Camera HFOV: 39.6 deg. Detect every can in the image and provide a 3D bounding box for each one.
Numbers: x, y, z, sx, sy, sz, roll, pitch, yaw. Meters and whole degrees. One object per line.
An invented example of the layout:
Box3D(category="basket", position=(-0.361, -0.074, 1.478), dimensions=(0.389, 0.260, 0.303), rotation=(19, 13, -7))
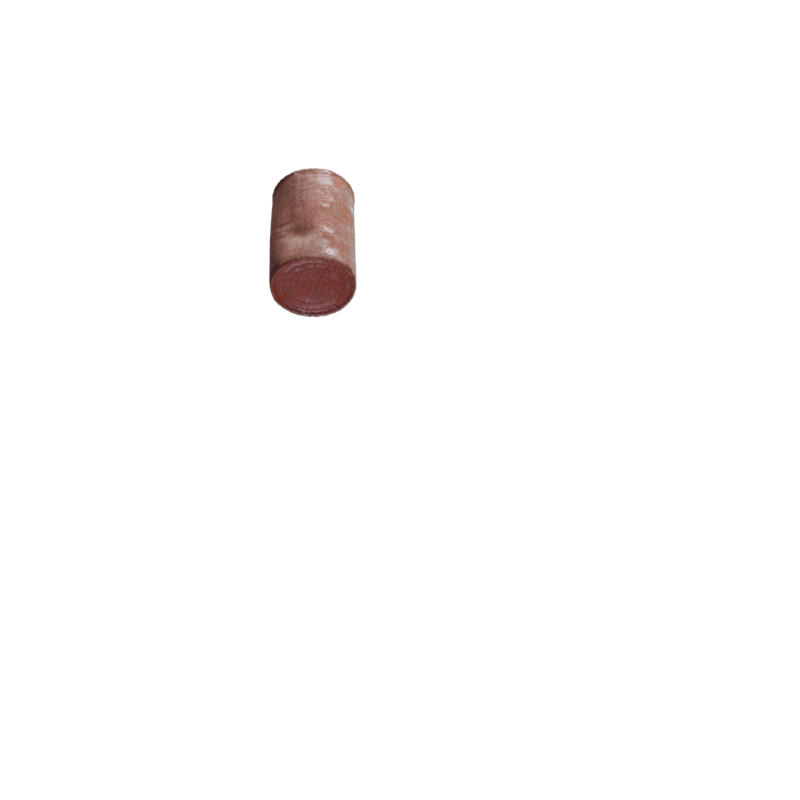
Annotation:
Box3D(category="can", position=(-0.068, -0.124, 0.870), dimensions=(0.068, 0.110, 0.064), rotation=(-1, -42, -3))
